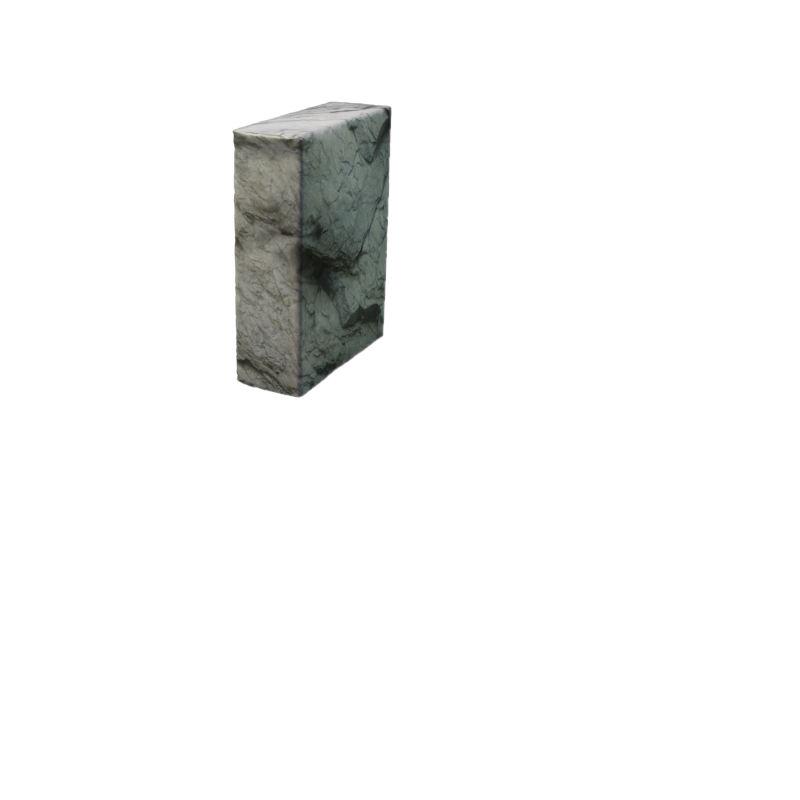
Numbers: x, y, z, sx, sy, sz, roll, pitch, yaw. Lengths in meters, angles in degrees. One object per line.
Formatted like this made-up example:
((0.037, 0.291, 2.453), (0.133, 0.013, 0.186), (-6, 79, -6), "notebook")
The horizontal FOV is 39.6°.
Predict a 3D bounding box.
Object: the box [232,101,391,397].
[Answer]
((-0.073, -0.133, 0.931), (0.075, 0.205, 0.165), (9, 21, 23), "box")
